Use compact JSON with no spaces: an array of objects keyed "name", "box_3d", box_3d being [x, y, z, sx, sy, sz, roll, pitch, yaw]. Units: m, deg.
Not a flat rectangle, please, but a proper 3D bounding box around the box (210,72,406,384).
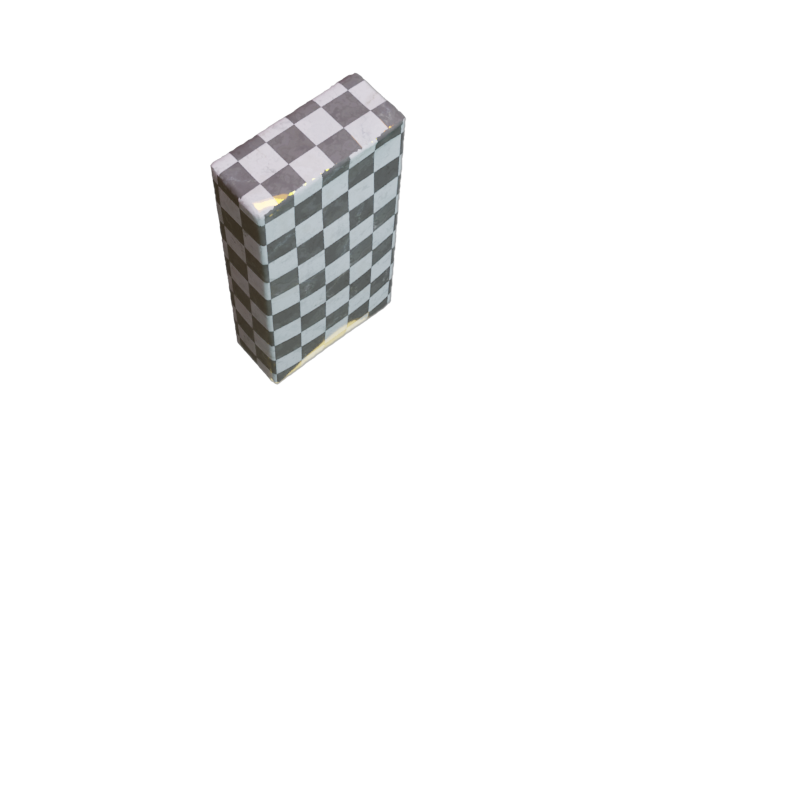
[{"name":"box","box_3d":[-0.046,-0.085,0.594,0.094,0.050,0.166,-38,-17,-19]}]
